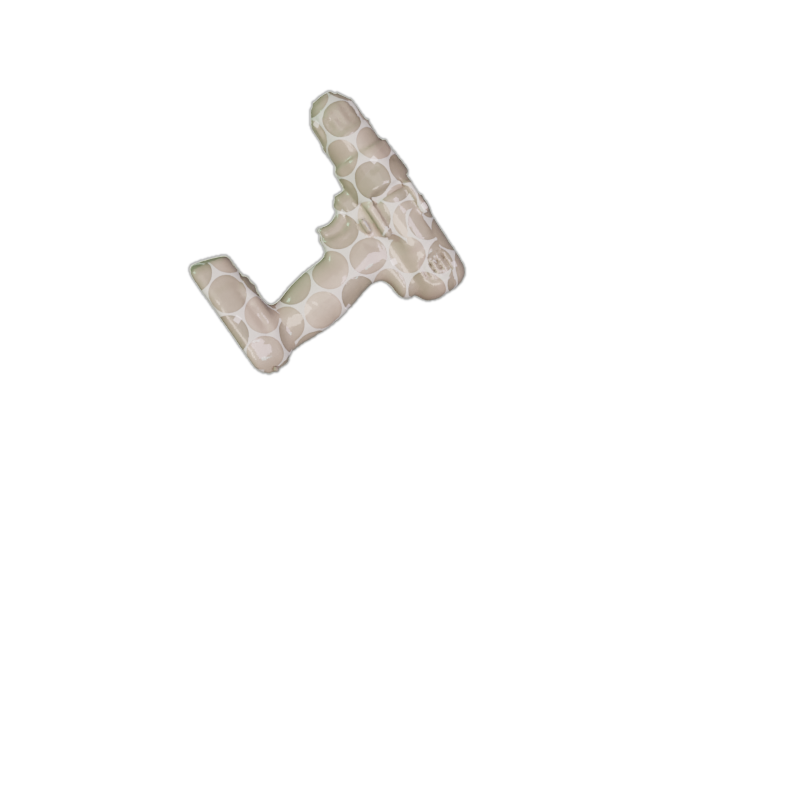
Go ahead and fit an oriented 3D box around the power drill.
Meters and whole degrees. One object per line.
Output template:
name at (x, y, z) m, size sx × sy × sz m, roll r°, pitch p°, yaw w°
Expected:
power drill at (-0.068, -0.124, 0.868) m, size 0.187 × 0.185 × 0.057 m, roll -34°, pitch -1°, yaw -1°
